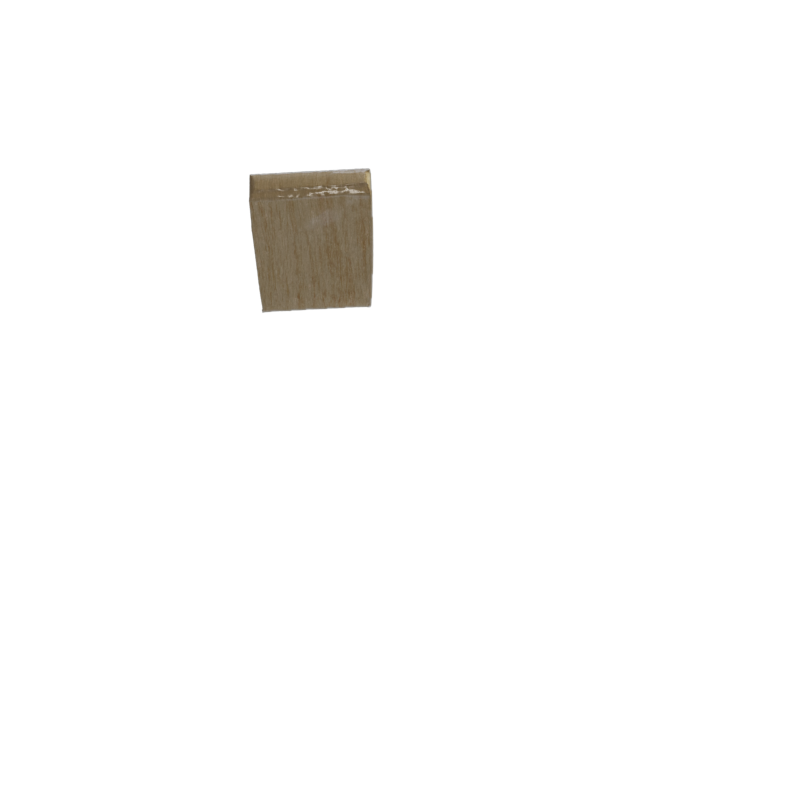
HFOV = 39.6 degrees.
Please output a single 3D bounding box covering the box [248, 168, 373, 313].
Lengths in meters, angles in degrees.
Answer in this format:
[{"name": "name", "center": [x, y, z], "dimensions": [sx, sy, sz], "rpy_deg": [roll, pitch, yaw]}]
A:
[{"name": "box", "center": [-0.065, -0.119, 0.834], "dimensions": [0.090, 0.106, 0.042], "rpy_deg": [-1, 40, 0]}]
